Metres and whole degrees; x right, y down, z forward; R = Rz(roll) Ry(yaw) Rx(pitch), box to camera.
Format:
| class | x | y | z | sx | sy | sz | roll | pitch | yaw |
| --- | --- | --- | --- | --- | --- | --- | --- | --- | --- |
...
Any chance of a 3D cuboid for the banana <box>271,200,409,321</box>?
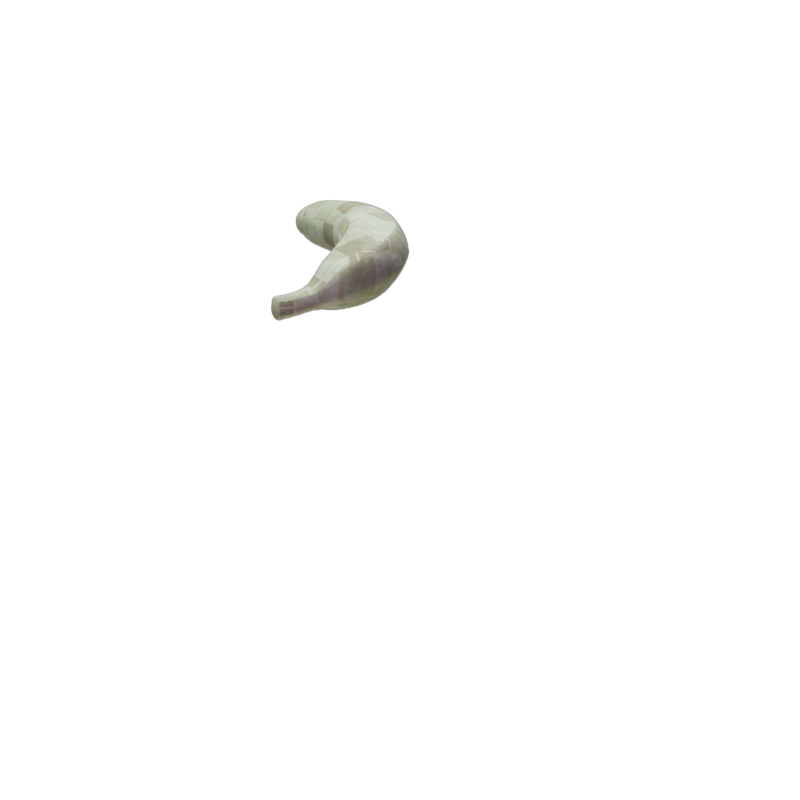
| class | x | y | z | sx | sy | sz | roll | pitch | yaw |
| --- | --- | --- | --- | --- | --- | --- | --- | --- | --- |
| banana | -0.031 | -0.088 | 0.623 | 0.070 | 0.035 | 0.205 | 0 | 19 | -1 |
